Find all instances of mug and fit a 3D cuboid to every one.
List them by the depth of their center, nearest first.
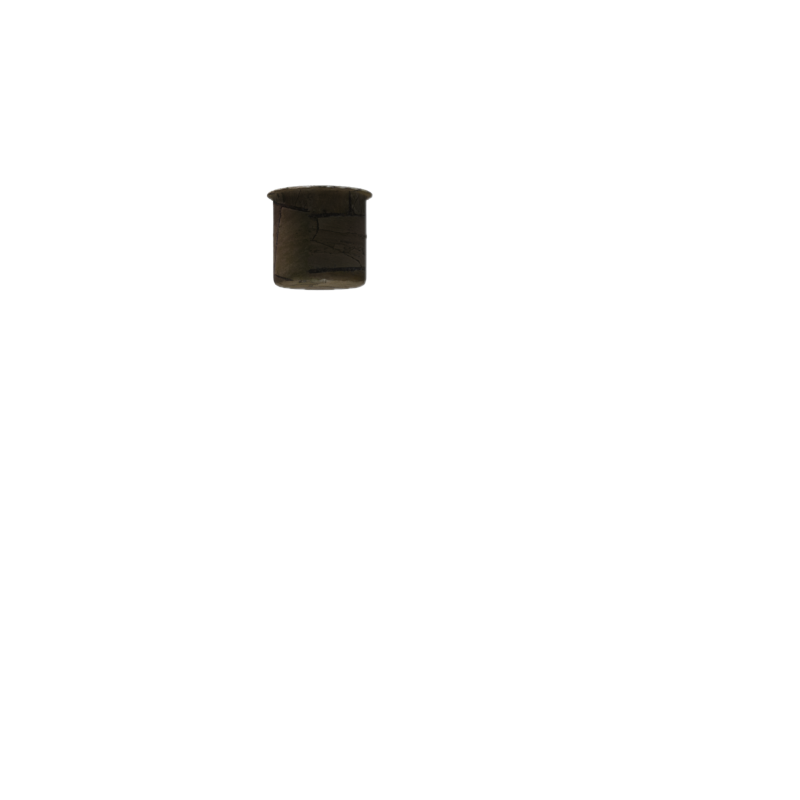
[{"bbox_3d":[-0.076,-0.139,0.976,0.090,0.083,0.120,2,-2,-31],"label":"mug"}]
